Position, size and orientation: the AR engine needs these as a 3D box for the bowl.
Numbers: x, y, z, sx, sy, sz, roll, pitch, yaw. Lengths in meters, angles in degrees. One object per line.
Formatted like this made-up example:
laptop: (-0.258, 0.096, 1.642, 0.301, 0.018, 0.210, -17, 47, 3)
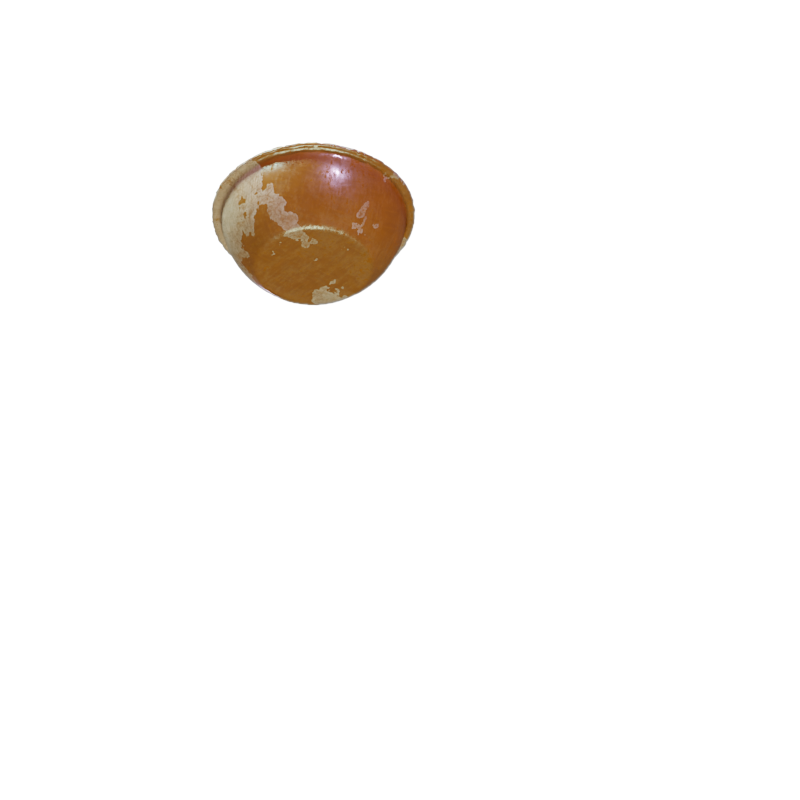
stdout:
bowl: (-0.068, -0.123, 0.864, 0.162, 0.059, 0.151, 1, -38, -1)
